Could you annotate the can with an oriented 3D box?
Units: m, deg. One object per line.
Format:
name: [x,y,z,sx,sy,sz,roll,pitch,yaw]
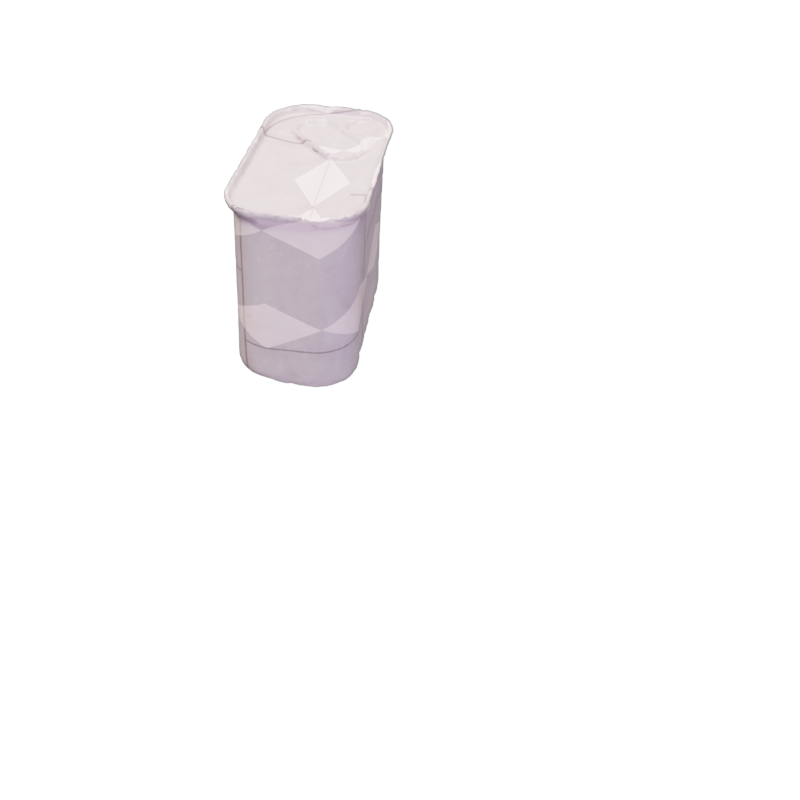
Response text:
can: [-0.038,-0.069,0.480,0.058,0.078,0.107,6,36,6]
